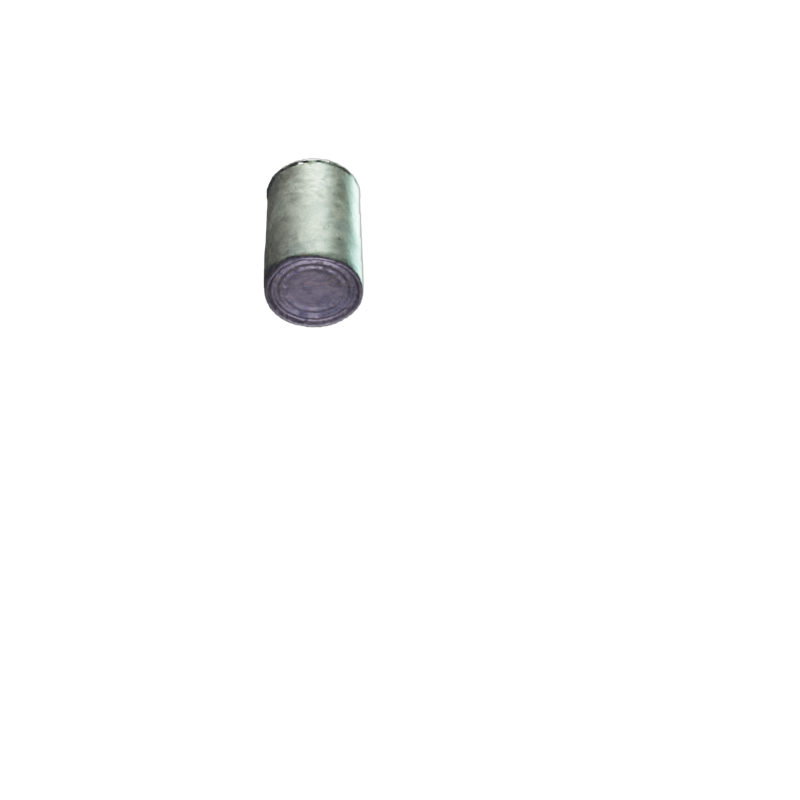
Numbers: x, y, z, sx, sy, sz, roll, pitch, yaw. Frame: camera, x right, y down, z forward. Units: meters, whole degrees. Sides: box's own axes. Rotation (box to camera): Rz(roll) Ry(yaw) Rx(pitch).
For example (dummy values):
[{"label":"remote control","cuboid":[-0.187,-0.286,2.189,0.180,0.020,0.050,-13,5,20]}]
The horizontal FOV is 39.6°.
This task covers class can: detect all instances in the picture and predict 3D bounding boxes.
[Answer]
[{"label":"can","cuboid":[-0.060,-0.109,0.763,0.068,0.110,0.064,-1,-44,-3]}]
